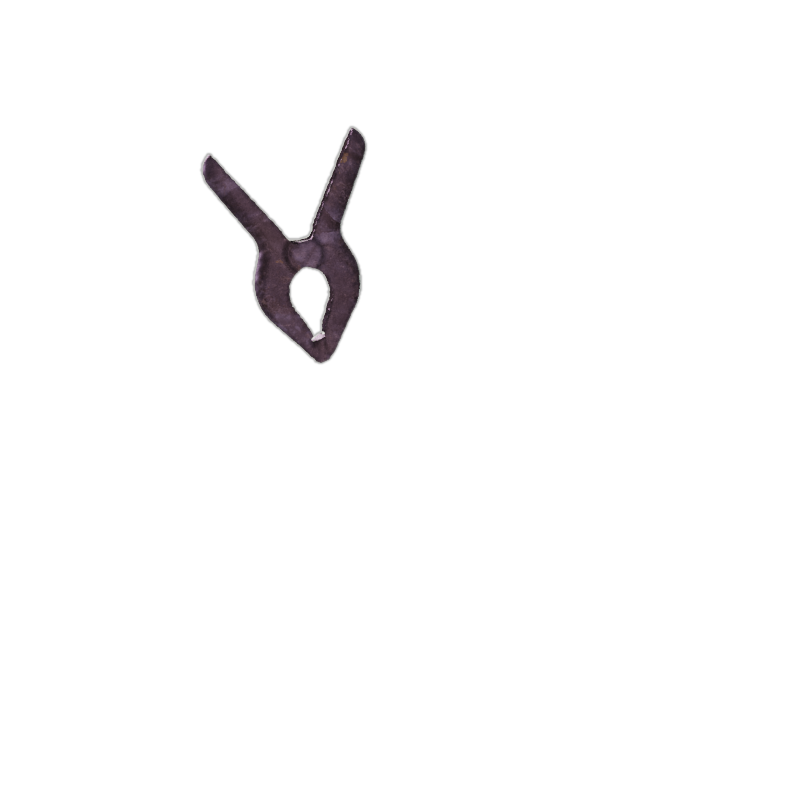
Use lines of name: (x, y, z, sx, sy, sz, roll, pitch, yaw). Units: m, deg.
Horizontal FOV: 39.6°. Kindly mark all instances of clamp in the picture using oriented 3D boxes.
clamp: (-0.064, -0.117, 0.816, 0.120, 0.168, 0.040, -19, 8, 2)
